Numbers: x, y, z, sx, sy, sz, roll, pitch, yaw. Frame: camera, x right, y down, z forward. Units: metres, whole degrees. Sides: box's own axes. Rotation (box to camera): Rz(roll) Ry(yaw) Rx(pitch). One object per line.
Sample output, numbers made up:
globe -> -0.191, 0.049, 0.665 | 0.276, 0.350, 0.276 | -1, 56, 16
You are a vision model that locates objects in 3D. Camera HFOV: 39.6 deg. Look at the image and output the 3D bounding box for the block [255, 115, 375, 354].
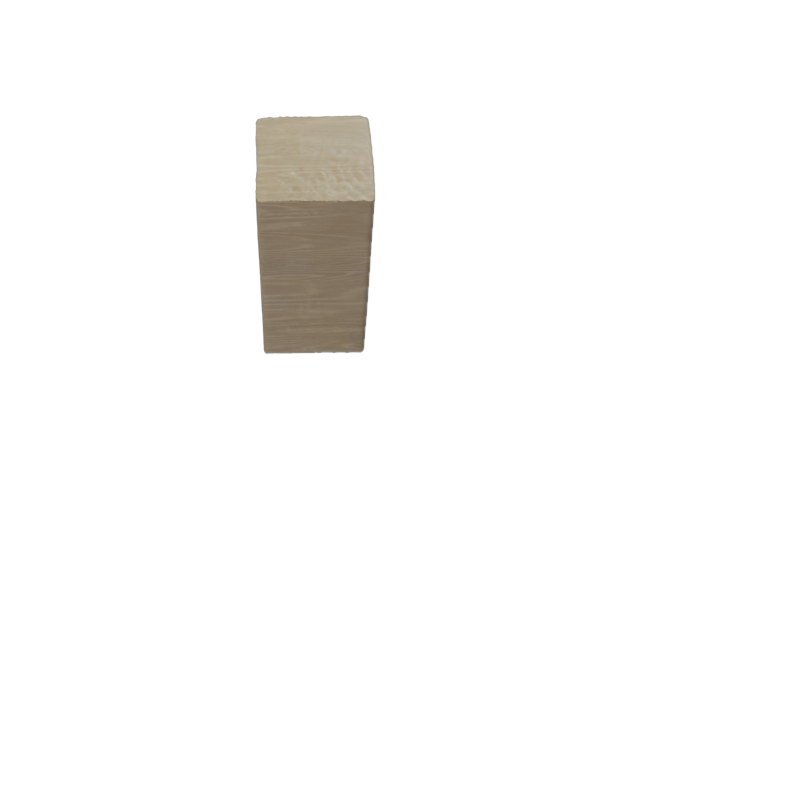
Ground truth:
block -> -0.072, -0.132, 0.921 | 0.090, 0.097, 0.193 | -1, -33, -4
